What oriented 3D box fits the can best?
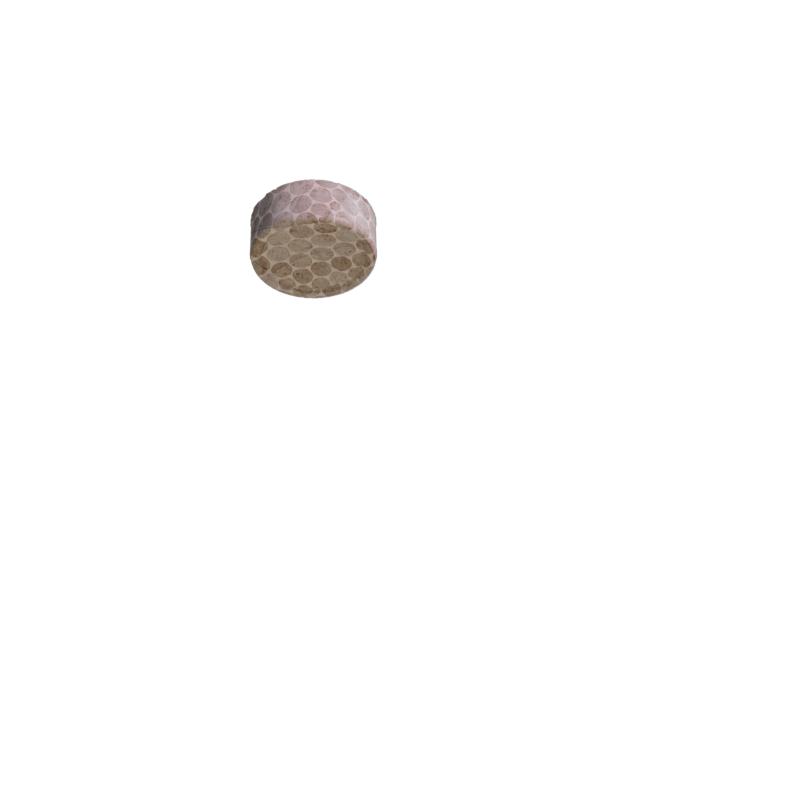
[{"bbox_3d":[-0.058,-0.106,0.743,0.086,0.036,0.080,1,-37,-2],"label":"can"}]
